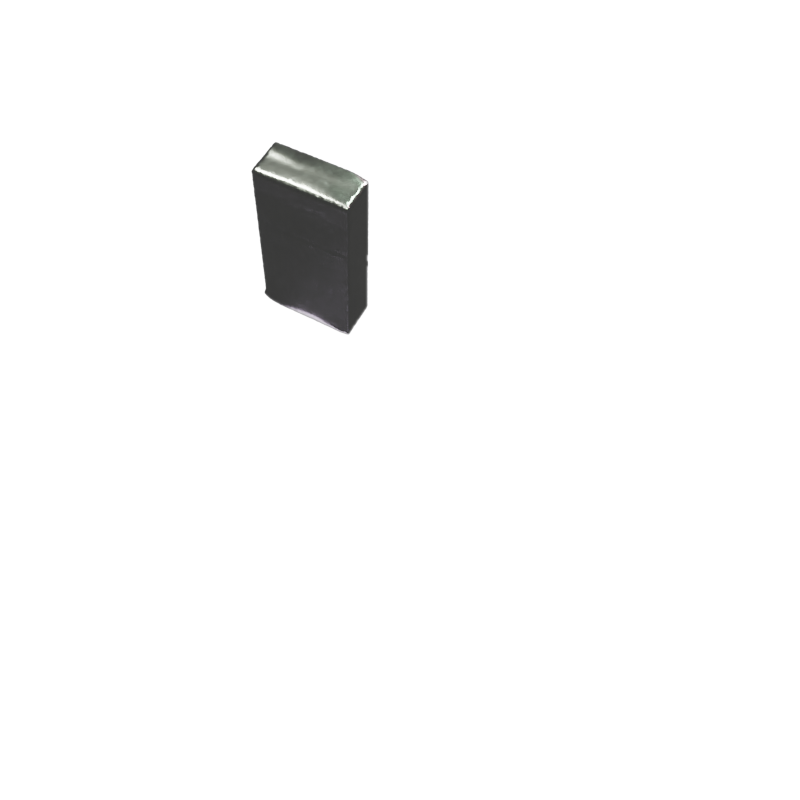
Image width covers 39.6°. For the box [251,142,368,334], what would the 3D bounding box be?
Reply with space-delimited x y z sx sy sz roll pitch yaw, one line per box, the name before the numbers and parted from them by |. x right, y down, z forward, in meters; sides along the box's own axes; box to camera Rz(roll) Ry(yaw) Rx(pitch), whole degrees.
box | -0.075 -0.138 0.967 0.097 0.050 0.165 26 -33 15
